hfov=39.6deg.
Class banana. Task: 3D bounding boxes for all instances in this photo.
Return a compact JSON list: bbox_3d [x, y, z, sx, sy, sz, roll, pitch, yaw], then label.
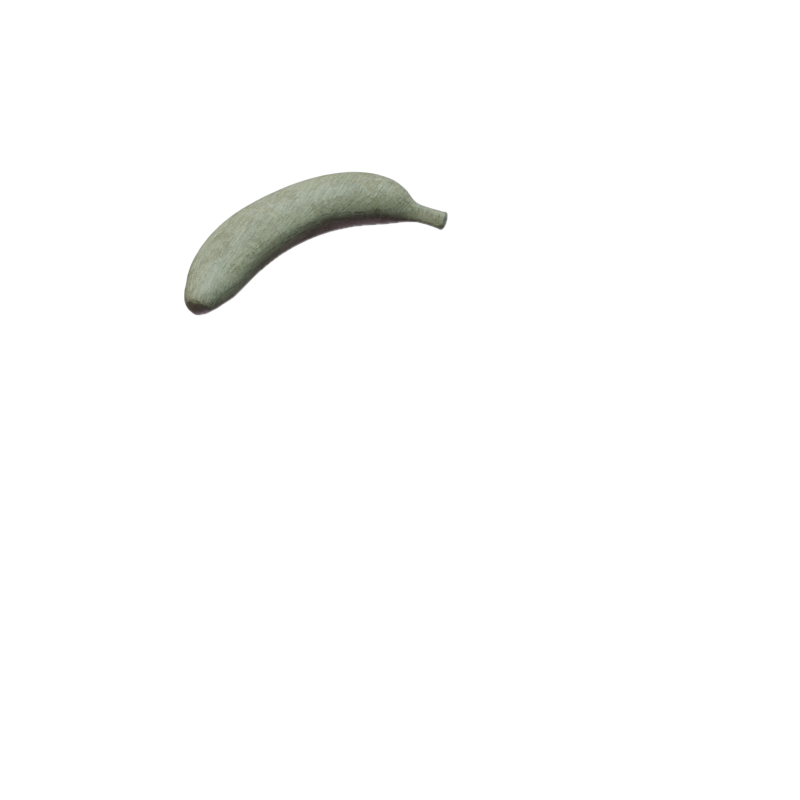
[{"bbox_3d":[-0.062,-0.107,0.692,0.196,0.034,0.075,-26,42,-32],"label":"banana"}]
